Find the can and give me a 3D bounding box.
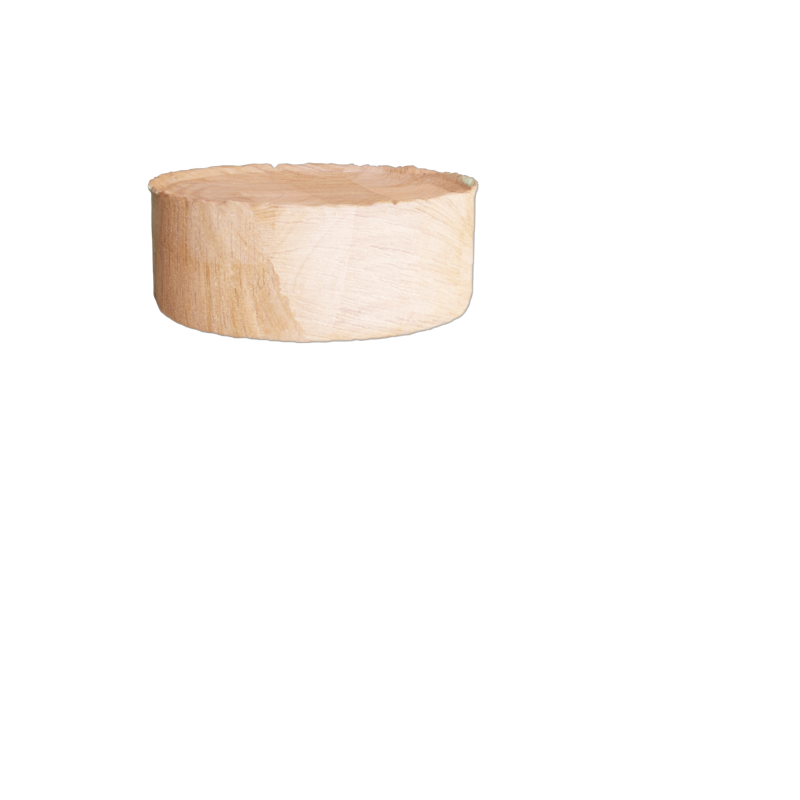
[{"bbox_3d":[-0.023,-0.042,0.293,0.086,0.032,0.089,-1,17,-2],"label":"can"}]
